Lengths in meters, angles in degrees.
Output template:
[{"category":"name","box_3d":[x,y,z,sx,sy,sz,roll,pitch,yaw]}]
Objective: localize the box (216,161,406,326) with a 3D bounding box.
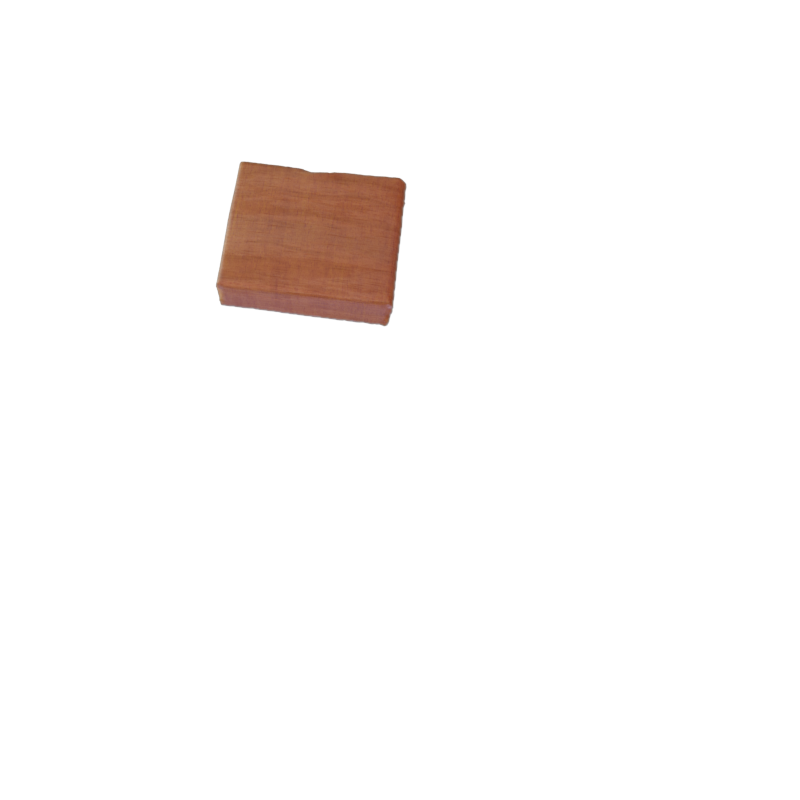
[{"category":"box","box_3d":[-0.044,-0.081,0.569,0.090,0.077,0.028,6,-26,3]}]
